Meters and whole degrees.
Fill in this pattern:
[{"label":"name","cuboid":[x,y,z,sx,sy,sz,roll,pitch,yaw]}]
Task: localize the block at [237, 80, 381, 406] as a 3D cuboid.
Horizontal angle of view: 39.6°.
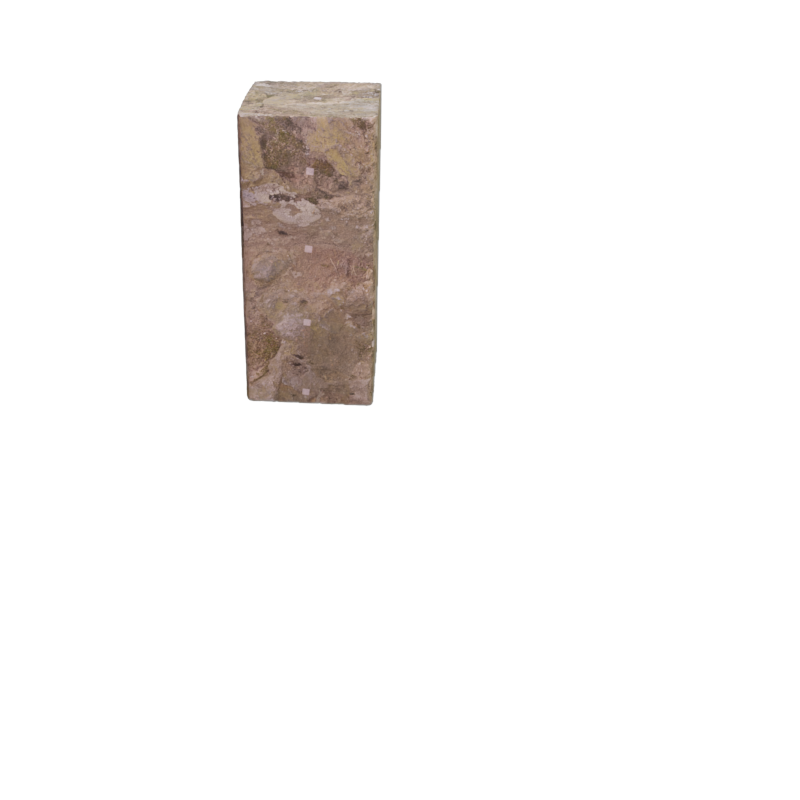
[{"label":"block","cuboid":[-0.060,-0.109,0.767,0.091,0.196,0.095,3,25,2]}]
